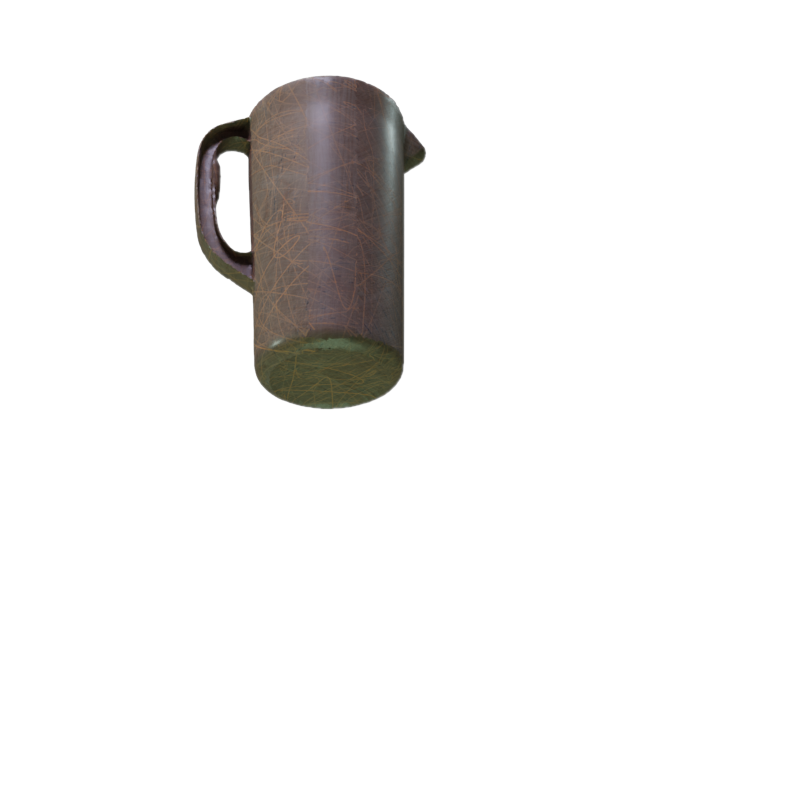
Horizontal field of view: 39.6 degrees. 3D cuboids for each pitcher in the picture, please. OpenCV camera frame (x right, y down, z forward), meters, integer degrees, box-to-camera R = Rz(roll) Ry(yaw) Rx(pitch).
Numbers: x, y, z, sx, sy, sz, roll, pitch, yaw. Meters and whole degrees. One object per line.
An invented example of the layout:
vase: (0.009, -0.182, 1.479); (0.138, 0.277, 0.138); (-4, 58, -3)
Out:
pitcher: (-0.067, -0.123, 0.859); (0.150, 0.260, 0.134); (-21, -37, 27)
